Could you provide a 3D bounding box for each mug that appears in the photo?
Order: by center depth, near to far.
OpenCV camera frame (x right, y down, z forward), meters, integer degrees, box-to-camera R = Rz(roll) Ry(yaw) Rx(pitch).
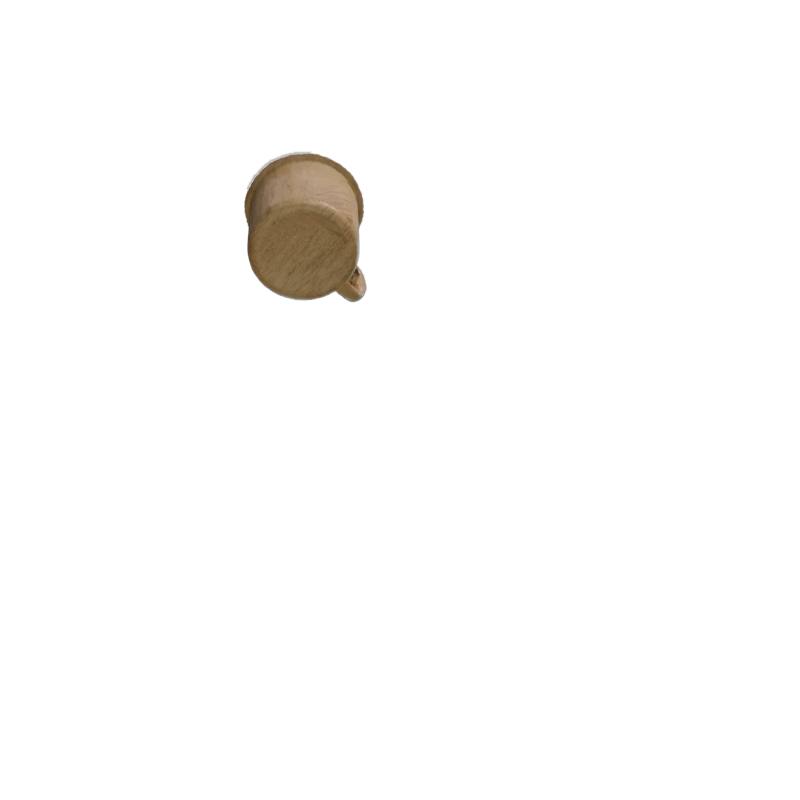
[{"bbox_3d":[-0.065,-0.119,0.832,0.093,0.111,0.086,-32,25,15],"label":"mug"}]
